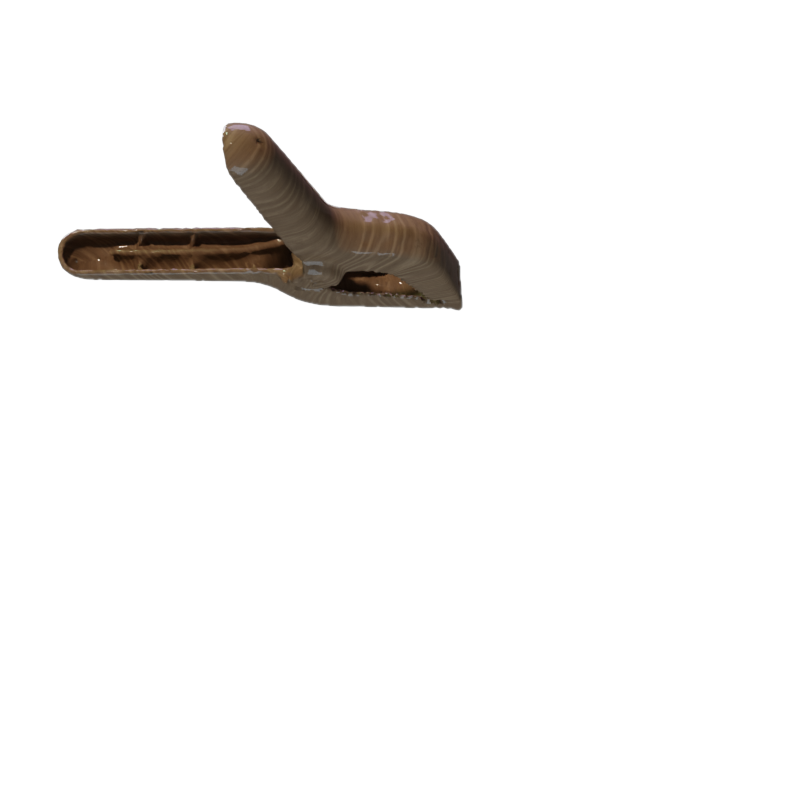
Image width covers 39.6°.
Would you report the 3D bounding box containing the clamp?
[{"bbox_3d":[-0.043,-0.078,0.546,0.201,0.038,0.165,8,-16,-31],"label":"clamp"}]
